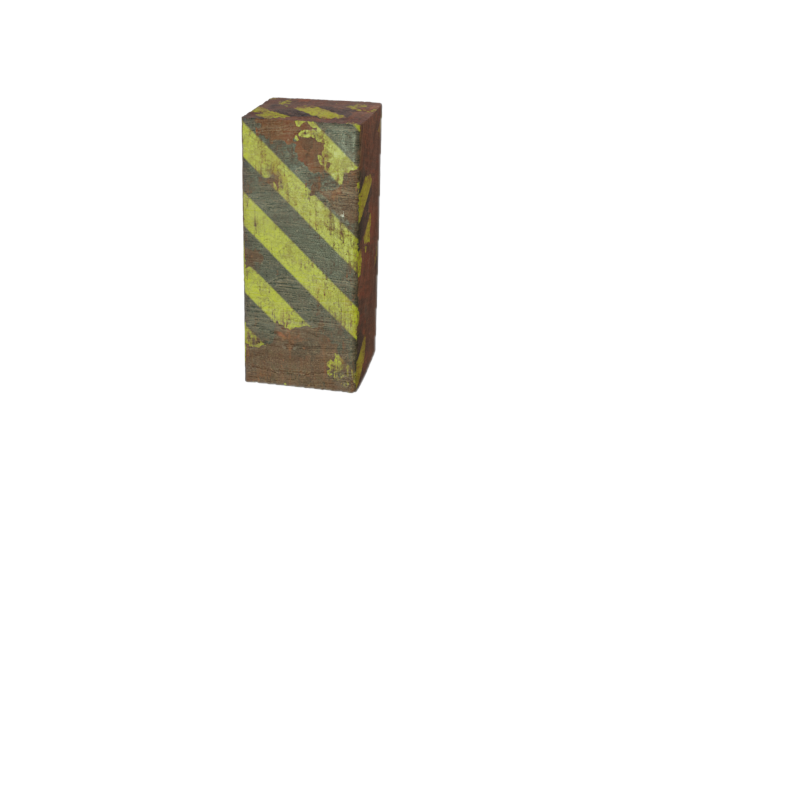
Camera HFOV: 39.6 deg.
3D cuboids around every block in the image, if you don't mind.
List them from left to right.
[{"bbox_3d":[-0.066,-0.122,0.853,0.092,0.198,0.092,5,20,10],"label":"block"}]
